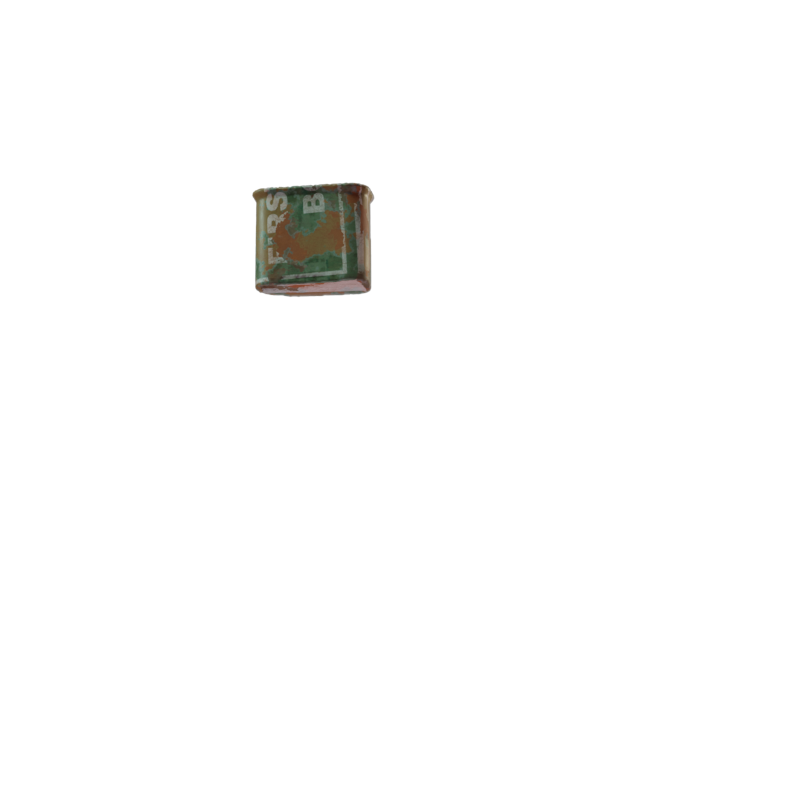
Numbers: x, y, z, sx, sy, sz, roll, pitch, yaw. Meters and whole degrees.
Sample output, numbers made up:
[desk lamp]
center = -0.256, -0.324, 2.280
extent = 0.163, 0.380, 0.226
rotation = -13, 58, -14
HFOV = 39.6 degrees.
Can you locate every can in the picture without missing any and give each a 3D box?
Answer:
[can]
center = -0.073, -0.134, 0.938
extent = 0.103, 0.087, 0.055
rotation = -2, -13, 10
